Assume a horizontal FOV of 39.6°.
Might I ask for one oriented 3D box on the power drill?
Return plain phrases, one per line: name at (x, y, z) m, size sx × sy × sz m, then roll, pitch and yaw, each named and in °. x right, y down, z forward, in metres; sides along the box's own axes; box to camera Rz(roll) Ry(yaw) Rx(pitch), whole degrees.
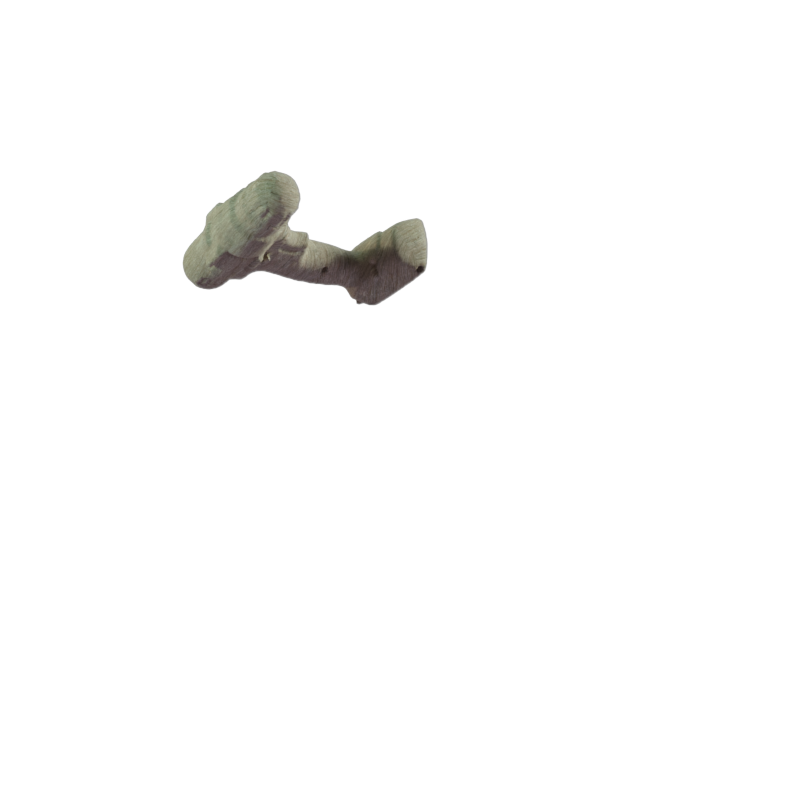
power drill at (-0.074, -0.135, 0.947) m, size 0.180 × 0.060 × 0.184 m, roll 8°, pitch -18°, yaw -27°
